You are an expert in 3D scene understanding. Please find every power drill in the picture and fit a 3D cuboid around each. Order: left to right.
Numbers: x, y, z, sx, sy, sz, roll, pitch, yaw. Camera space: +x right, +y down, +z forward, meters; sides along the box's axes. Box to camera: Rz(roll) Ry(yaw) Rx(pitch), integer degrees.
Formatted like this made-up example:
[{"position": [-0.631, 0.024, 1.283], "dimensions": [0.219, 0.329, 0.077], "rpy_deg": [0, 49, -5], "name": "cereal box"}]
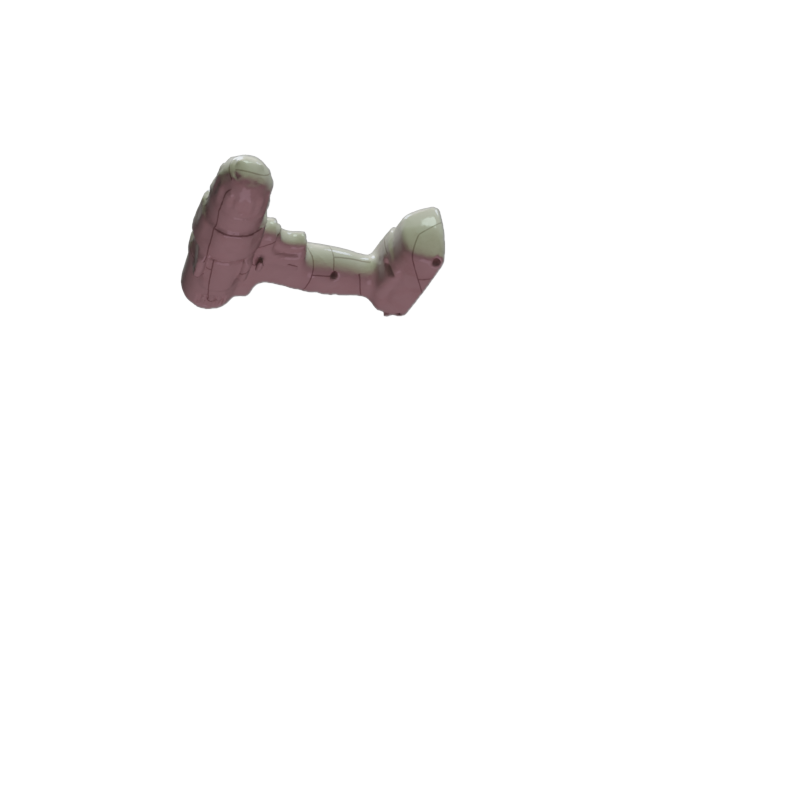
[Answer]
[{"position": [-0.066, -0.120, 0.841], "dimensions": [0.183, 0.061, 0.179], "rpy_deg": [6, -23, -15], "name": "power drill"}]
